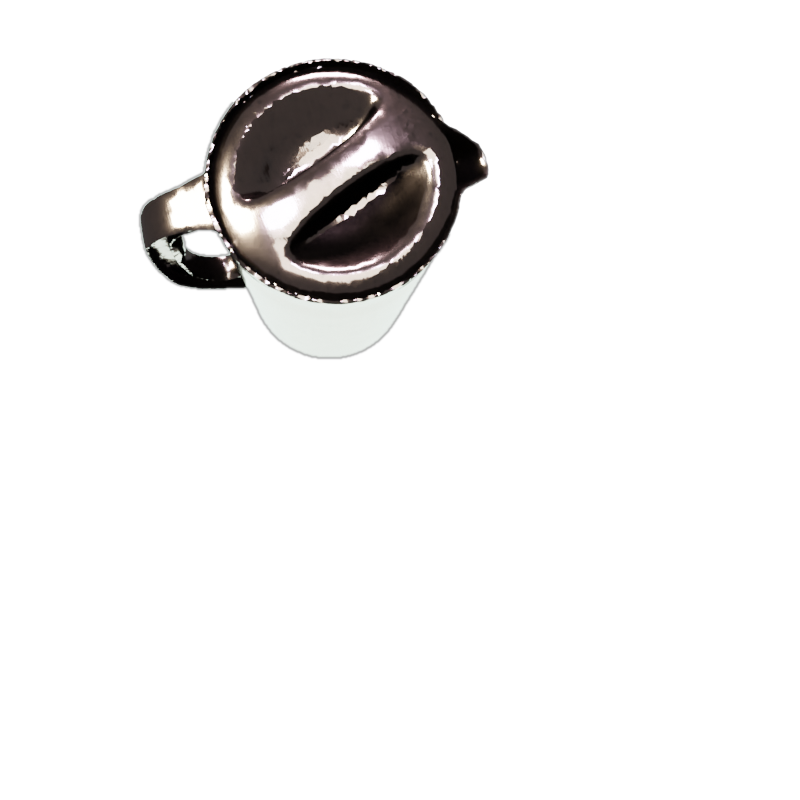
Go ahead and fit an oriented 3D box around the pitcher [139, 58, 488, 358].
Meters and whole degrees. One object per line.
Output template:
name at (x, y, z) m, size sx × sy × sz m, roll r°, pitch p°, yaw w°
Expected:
pitcher at (-0.053, -0.097, 0.677) m, size 0.152 × 0.147 × 0.236 m, roll 32°, pitch -11°, yaw 3°
